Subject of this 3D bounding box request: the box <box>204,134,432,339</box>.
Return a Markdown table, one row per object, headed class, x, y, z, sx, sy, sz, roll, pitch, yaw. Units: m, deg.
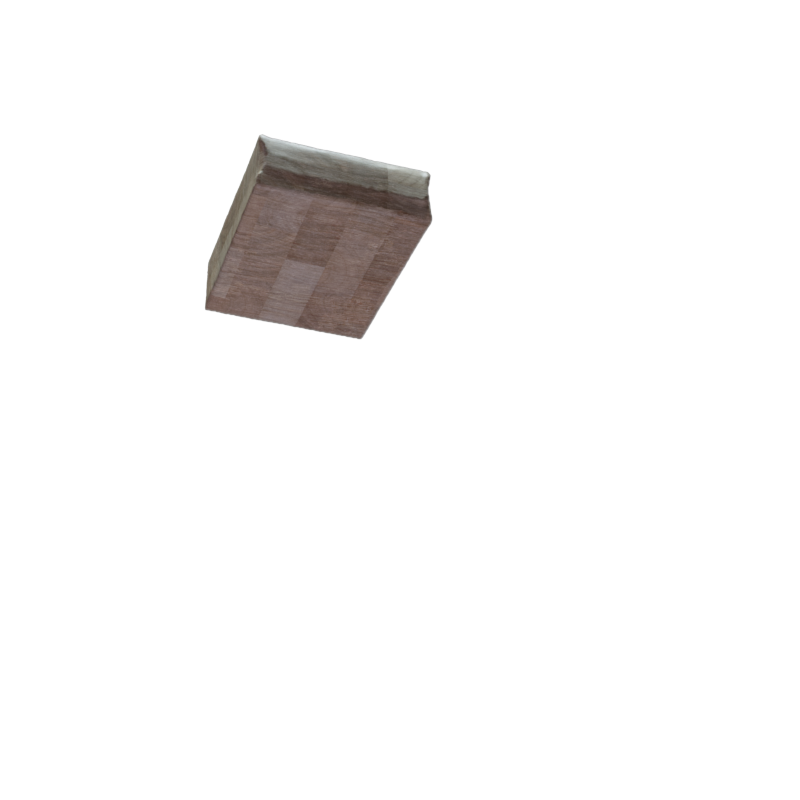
| class | x | y | z | sx | sy | sz | roll | pitch | yaw |
| --- | --- | --- | --- | --- | --- | --- | --- | --- | --- |
| box | -0.036 | -0.066 | 0.463 | 0.071 | 0.032 | 0.085 | 11 | -37 | -16 |
